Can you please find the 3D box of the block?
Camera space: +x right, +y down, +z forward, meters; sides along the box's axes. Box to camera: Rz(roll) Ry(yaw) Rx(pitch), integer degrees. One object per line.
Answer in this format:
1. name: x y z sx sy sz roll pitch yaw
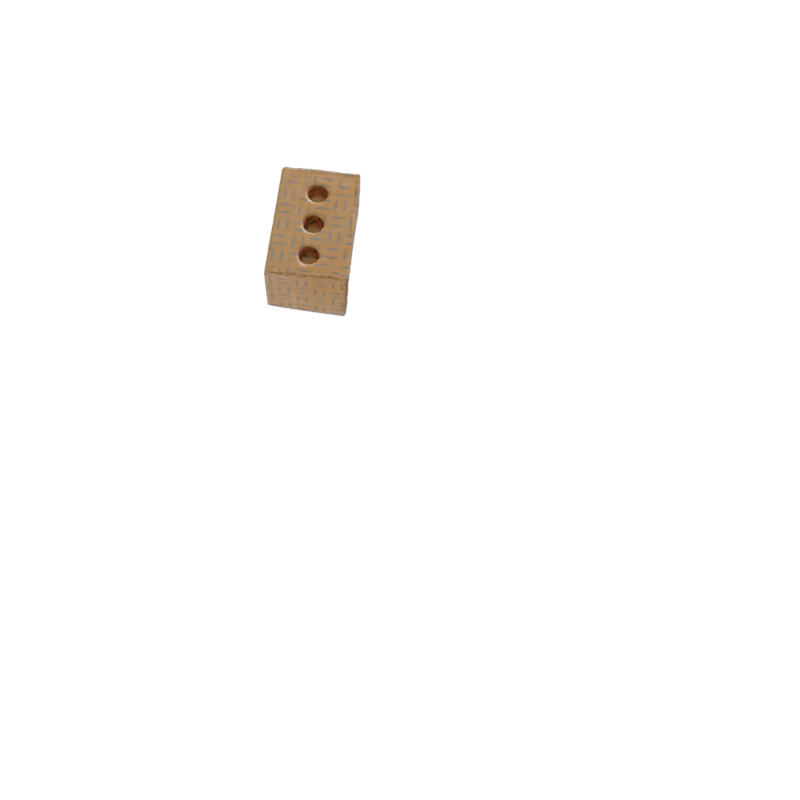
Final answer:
1. block: -0.056 -0.102 0.711 0.053 0.082 0.048 6 -24 0
